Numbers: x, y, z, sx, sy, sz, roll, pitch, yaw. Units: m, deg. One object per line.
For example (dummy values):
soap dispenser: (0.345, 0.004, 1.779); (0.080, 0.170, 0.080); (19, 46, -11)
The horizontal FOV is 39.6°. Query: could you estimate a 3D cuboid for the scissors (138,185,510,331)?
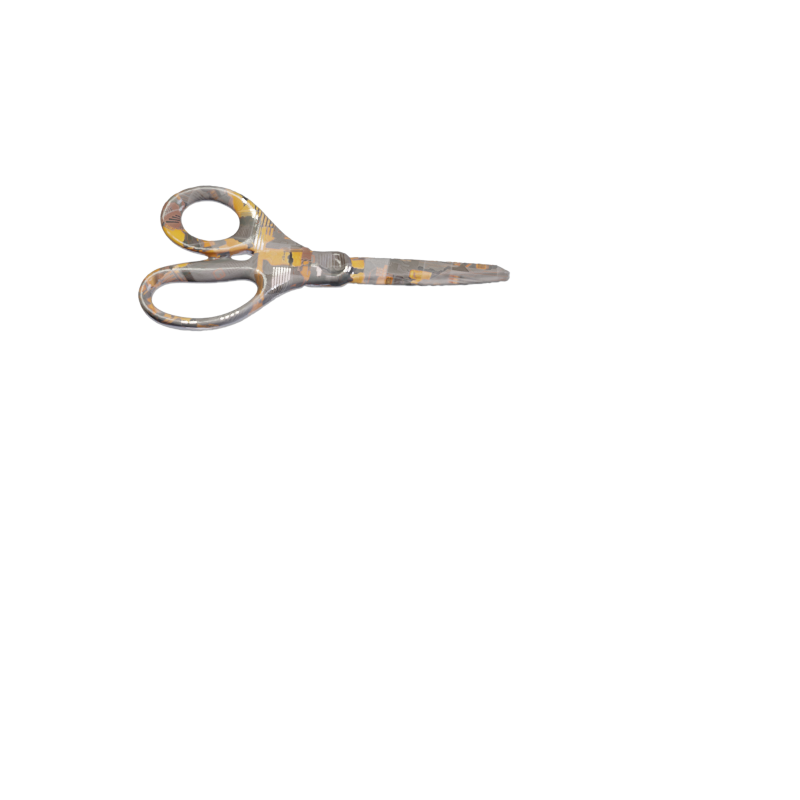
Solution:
scissors: (-0.049, -0.089, 0.622); (0.200, 0.102, 0.015); (-13, -25, -6)
